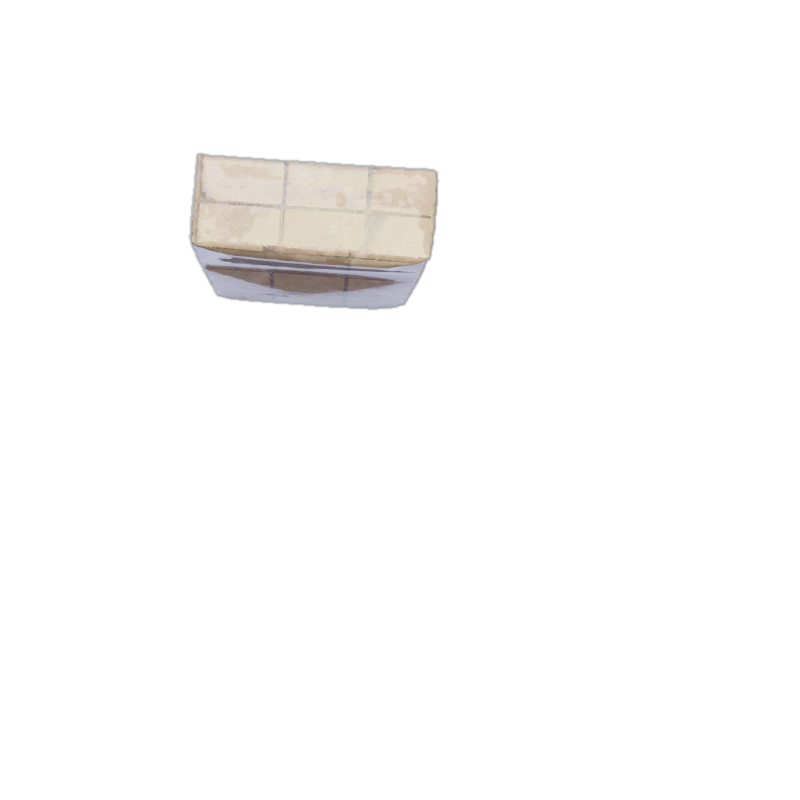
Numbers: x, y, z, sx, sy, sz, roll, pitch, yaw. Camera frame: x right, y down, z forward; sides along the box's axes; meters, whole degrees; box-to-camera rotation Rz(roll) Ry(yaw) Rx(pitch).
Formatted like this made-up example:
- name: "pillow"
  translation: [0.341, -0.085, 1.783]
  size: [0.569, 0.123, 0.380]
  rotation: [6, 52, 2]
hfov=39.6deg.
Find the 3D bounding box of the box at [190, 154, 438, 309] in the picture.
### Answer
- name: "box"
  translation: [-0.066, -0.120, 0.839]
  size: [0.164, 0.073, 0.210]
  rotation: [4, -4, -2]
